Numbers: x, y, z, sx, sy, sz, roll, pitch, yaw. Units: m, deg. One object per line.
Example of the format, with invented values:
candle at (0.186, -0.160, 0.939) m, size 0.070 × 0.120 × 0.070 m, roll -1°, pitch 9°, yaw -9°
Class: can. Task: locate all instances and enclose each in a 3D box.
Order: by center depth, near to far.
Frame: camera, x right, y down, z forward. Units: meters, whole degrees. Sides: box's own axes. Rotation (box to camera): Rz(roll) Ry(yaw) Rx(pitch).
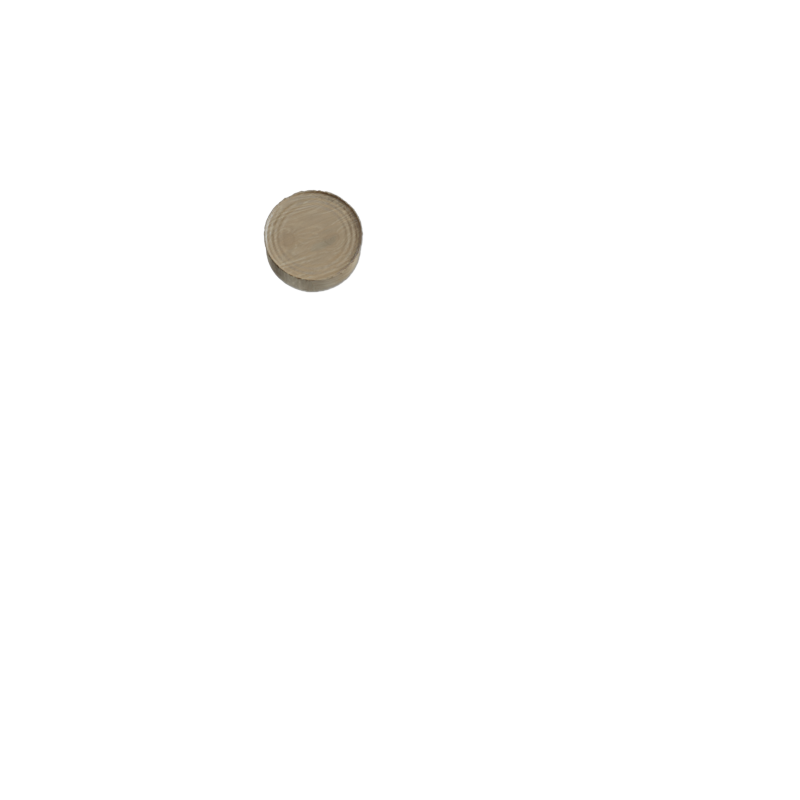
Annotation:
can at (-0.076, -0.139, 0.971) m, size 0.086 × 0.090 × 0.032 m, roll -1°, pitch -22°, yaw -1°
